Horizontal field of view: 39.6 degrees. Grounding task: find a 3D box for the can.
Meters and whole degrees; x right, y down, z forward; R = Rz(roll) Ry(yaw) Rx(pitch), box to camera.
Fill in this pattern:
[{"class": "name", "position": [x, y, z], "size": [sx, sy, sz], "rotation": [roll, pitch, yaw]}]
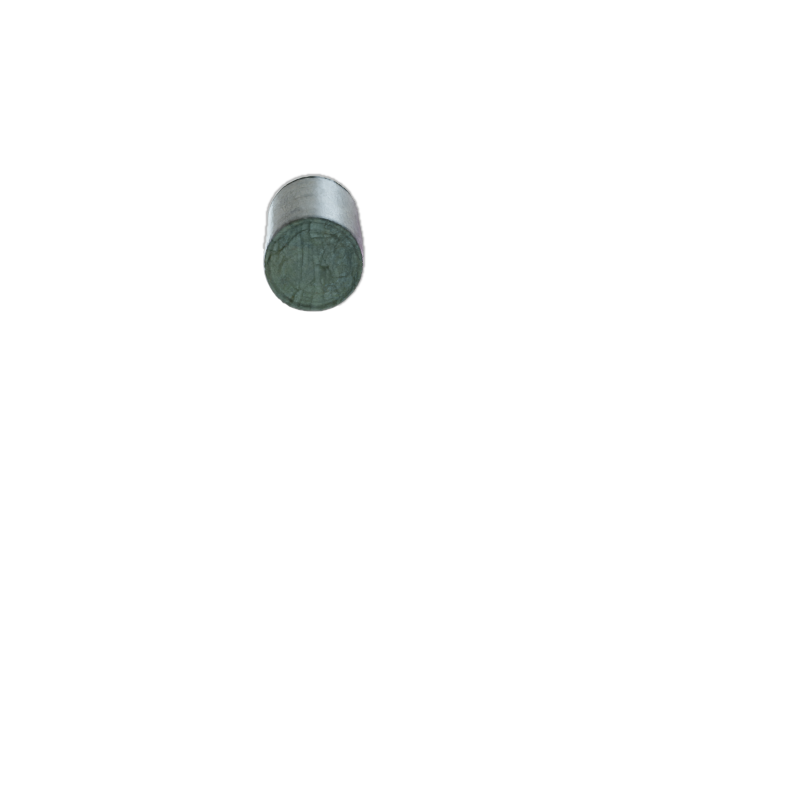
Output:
[{"class": "can", "position": [-0.060, -0.110, 0.768], "size": [0.068, 0.065, 0.107], "rotation": [0, 24, -3]}]
